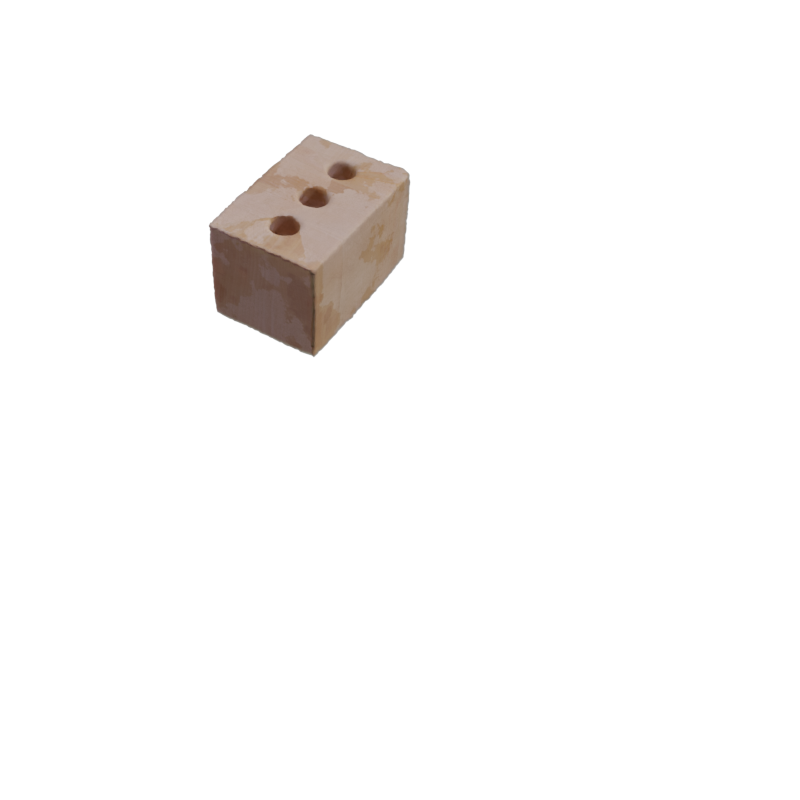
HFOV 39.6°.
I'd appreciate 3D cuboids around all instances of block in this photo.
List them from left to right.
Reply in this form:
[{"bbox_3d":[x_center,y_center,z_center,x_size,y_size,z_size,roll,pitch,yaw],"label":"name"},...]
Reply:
[{"bbox_3d":[-0.037,-0.068,0.475,0.055,0.048,0.080,23,49,20],"label":"block"}]
